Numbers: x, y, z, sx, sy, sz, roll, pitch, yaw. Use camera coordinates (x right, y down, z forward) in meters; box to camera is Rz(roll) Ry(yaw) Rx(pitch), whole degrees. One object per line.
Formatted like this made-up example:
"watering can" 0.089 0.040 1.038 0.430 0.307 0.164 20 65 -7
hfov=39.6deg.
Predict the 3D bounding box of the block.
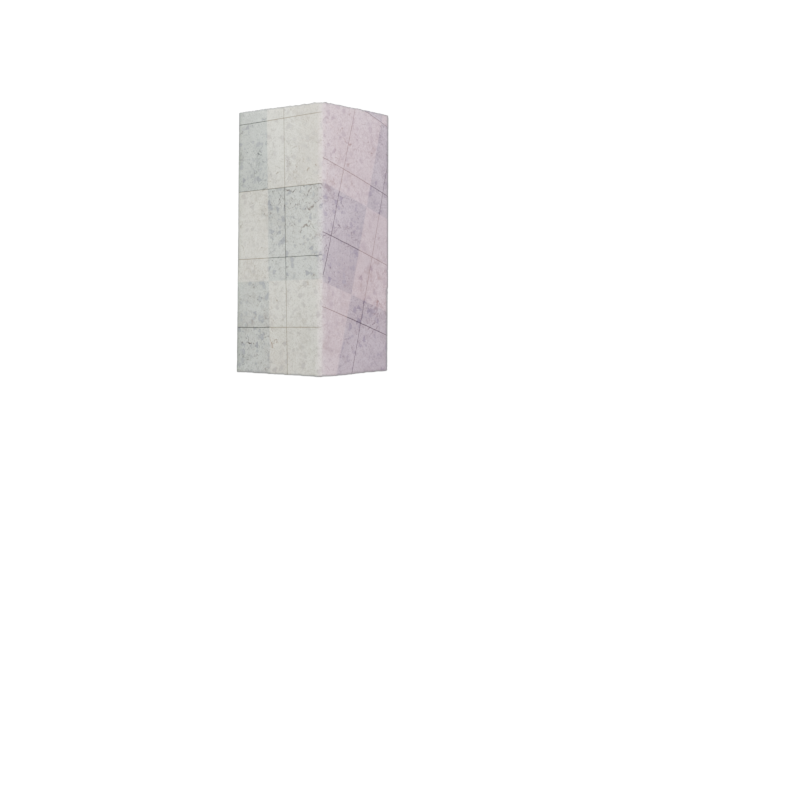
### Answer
"block" -0.069 -0.126 0.885 0.094 0.207 0.086 -1 -2 37
